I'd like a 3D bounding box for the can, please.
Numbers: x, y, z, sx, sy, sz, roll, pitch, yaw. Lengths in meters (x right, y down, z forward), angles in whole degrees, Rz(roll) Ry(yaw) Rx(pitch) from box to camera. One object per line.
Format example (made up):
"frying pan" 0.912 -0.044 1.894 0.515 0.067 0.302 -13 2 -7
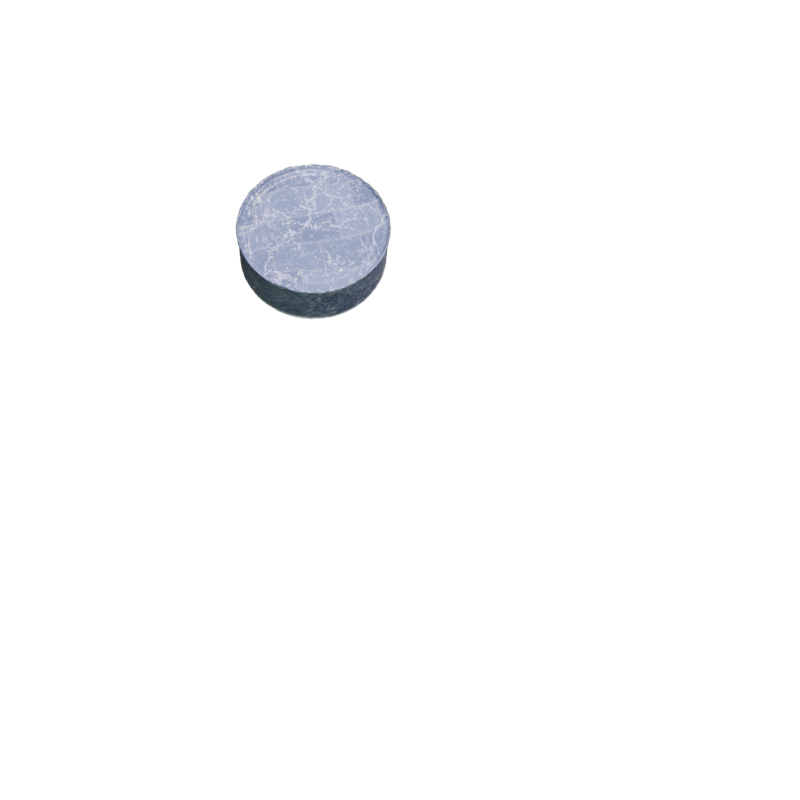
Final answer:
"can" -0.049 -0.089 0.626 0.086 0.092 0.031 -1 -31 -1
